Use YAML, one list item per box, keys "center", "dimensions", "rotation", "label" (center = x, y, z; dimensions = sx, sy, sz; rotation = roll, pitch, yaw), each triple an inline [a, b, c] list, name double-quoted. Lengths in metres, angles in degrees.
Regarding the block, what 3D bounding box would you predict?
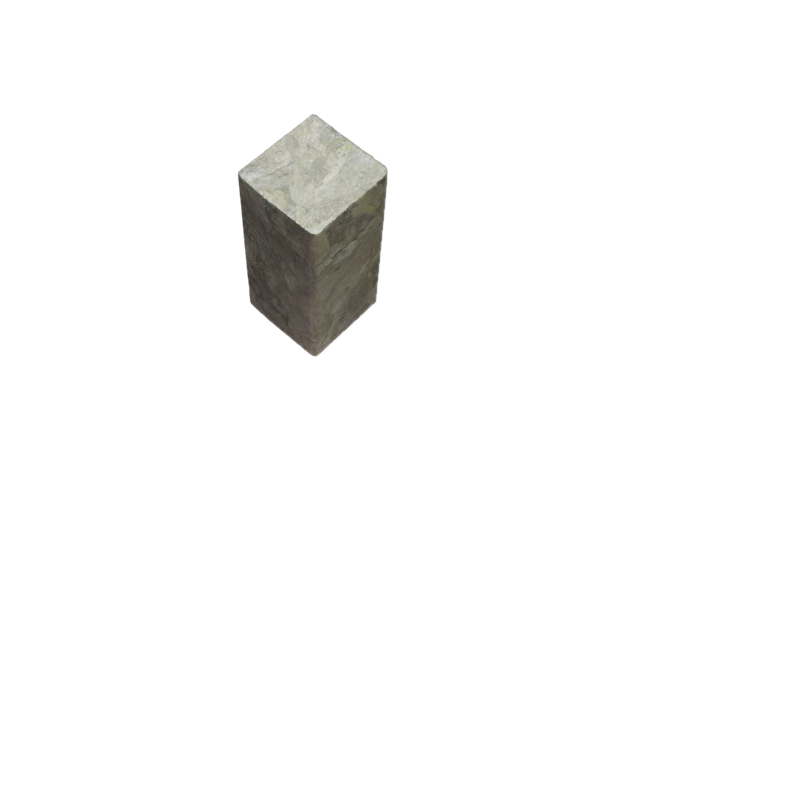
- center: [-0.076, -0.138, 0.974]
  dimensions: [0.095, 0.092, 0.194]
  rotation: [40, -23, 17]
  label: "block"
